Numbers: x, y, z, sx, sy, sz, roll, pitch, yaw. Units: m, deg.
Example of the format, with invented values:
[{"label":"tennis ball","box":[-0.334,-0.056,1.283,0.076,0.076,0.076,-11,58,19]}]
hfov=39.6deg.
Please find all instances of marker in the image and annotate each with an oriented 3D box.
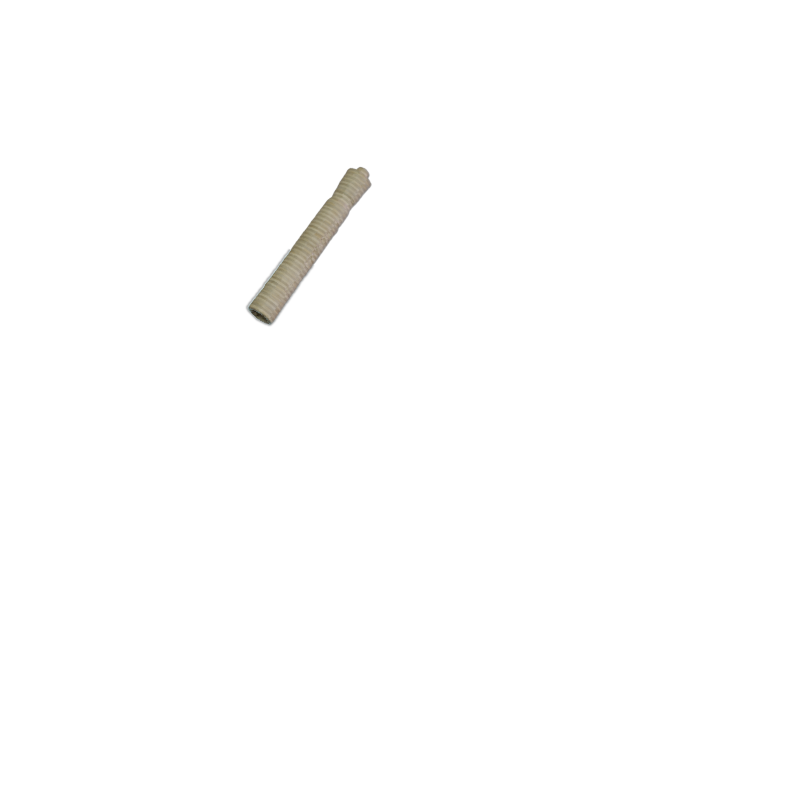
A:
[{"label":"marker","box":[-0.055,-0.101,0.704,0.020,0.124,0.019,30,-19,8]}]
